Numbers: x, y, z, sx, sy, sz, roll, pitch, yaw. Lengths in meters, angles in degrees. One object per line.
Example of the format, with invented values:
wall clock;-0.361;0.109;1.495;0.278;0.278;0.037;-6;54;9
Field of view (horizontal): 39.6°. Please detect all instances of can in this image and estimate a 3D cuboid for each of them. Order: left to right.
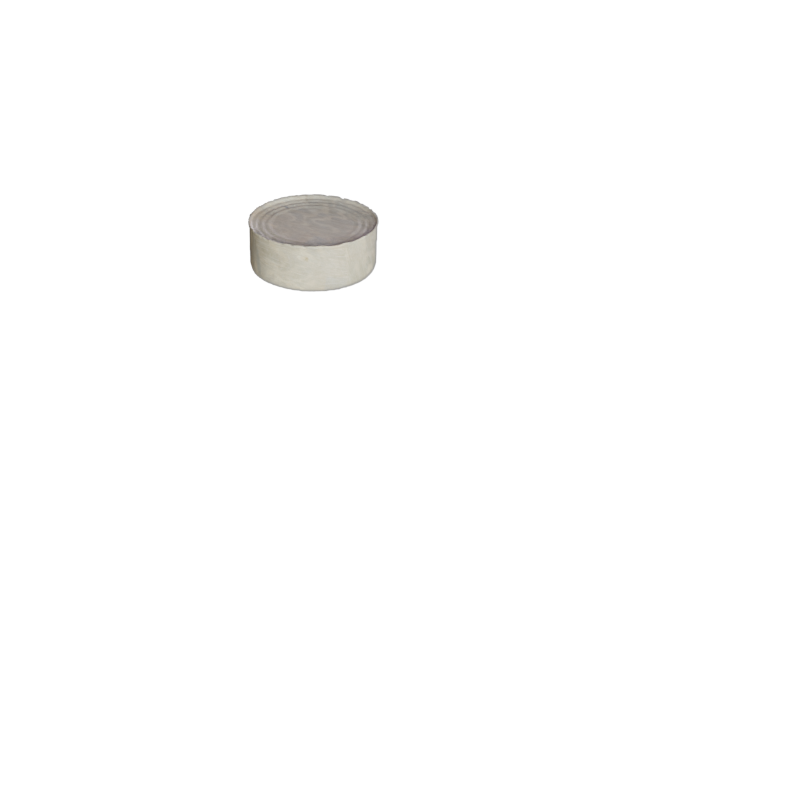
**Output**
can;-0.058;-0.105;0.735;0.086;0.032;0.091;-1;31;-2
